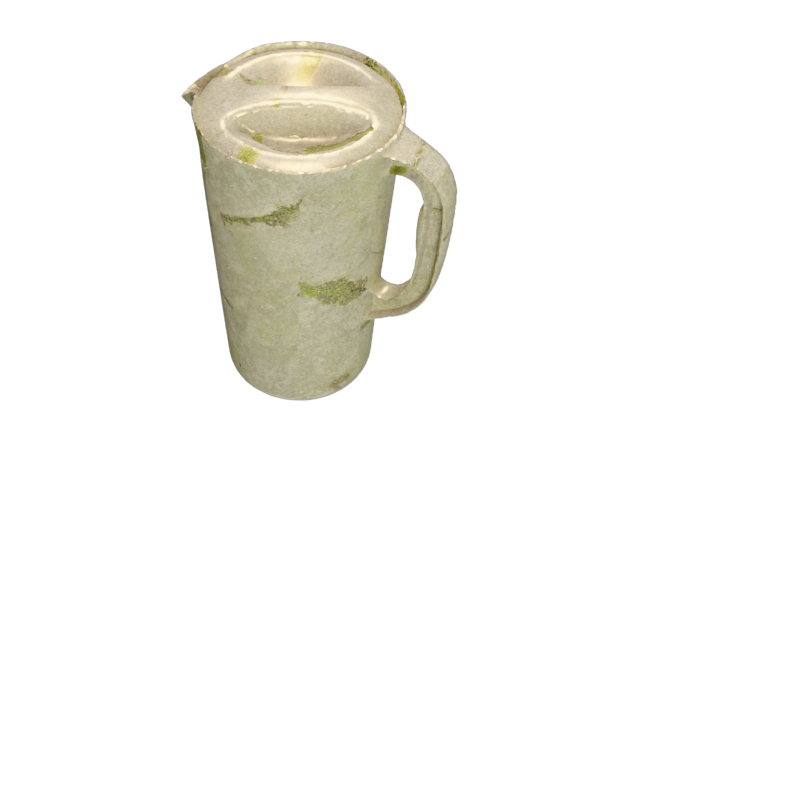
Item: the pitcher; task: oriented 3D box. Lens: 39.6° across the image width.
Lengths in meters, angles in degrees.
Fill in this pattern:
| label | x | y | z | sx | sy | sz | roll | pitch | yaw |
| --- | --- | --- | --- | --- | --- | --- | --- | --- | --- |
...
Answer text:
| label | x | y | z | sx | sy | sz | roll | pitch | yaw |
| --- | --- | --- | --- | --- | --- | --- | --- | --- | --- |
| pitcher | -0.059 | -0.108 | 0.756 | 0.143 | 0.161 | 0.226 | -14 | -39 | -15 |
